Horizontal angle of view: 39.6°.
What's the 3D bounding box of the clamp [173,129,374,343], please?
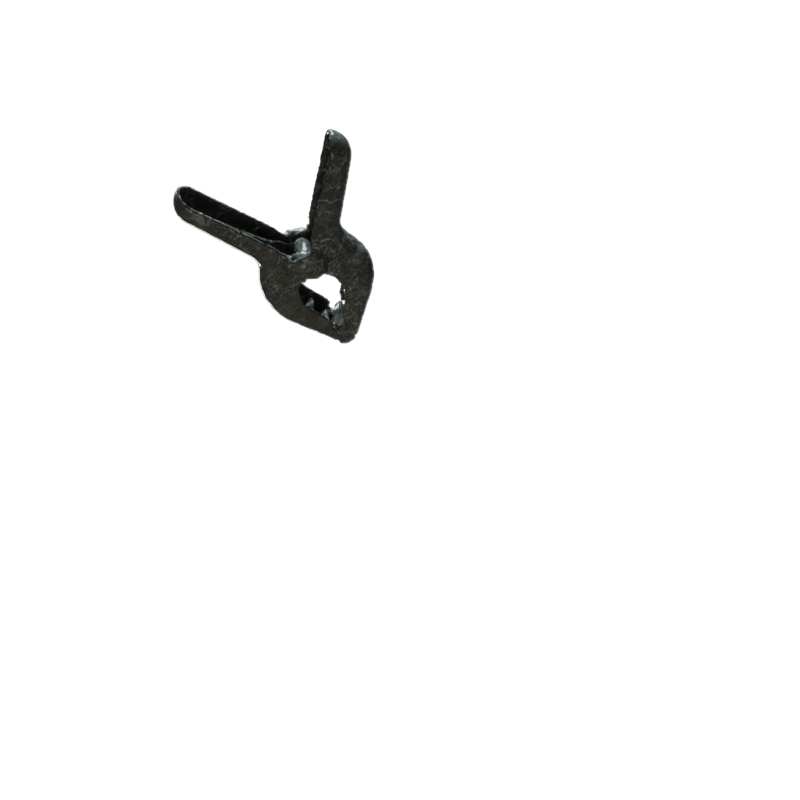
[{"bbox_3d":[-0.058,-0.107,0.746,0.121,0.042,0.158,-21,-44,22],"label":"clamp"}]
